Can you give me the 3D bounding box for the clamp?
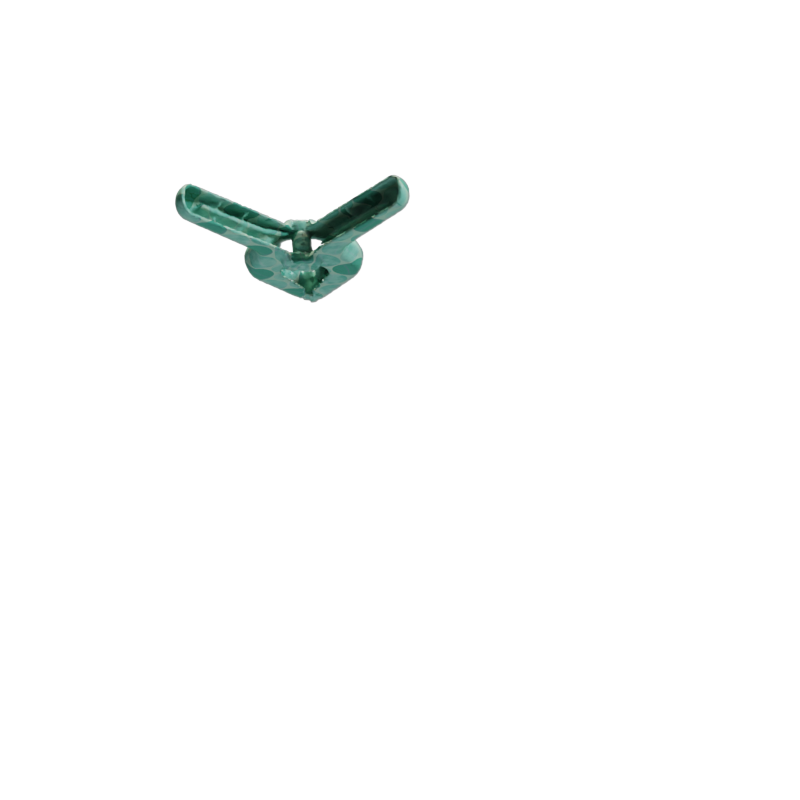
[{"bbox_3d":[-0.067,-0.122,0.858,0.166,0.038,0.199,-2,-15,8],"label":"clamp"}]
